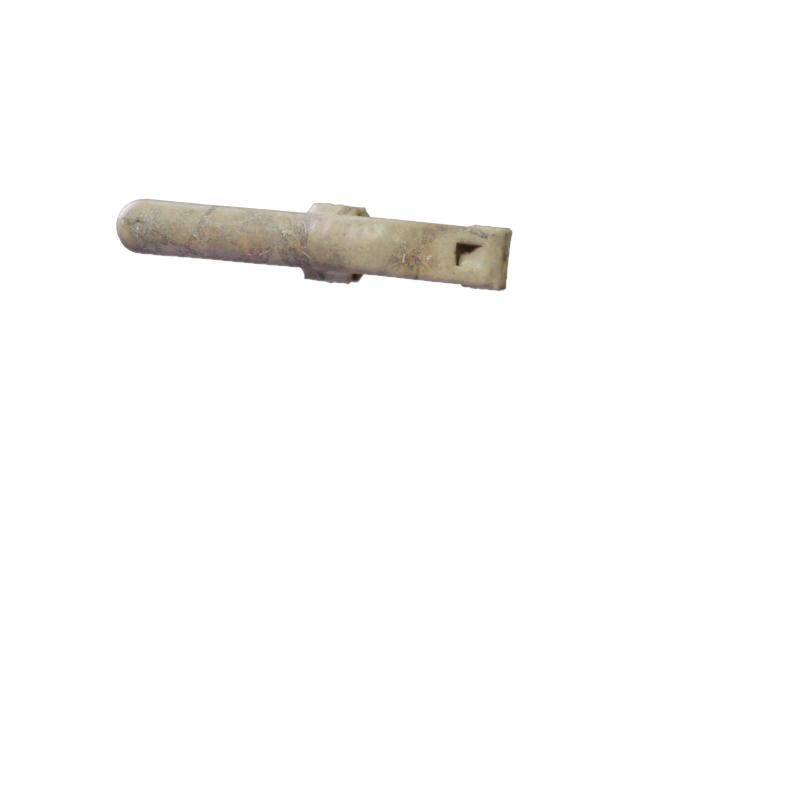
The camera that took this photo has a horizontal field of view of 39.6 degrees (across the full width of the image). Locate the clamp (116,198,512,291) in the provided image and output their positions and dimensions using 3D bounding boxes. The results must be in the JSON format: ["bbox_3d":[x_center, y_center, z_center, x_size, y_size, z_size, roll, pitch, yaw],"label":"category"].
[{"bbox_3d":[-0.039,-0.072,0.504,0.178,0.039,0.117,7,13,32],"label":"clamp"}]
